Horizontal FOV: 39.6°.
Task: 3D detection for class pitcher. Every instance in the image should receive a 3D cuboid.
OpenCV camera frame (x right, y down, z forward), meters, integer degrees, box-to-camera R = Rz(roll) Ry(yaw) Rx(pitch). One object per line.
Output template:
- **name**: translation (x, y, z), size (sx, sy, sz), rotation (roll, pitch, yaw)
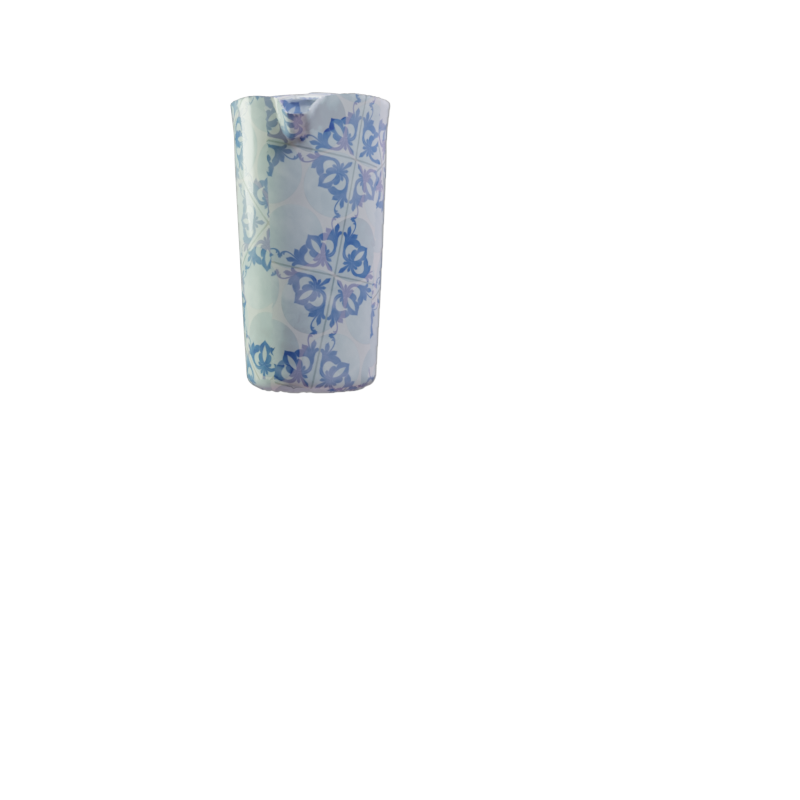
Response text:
- **pitcher**: translation (-0.073, -0.133, 0.933), size (0.143, 0.244, 0.150), rotation (0, 1, -41)
